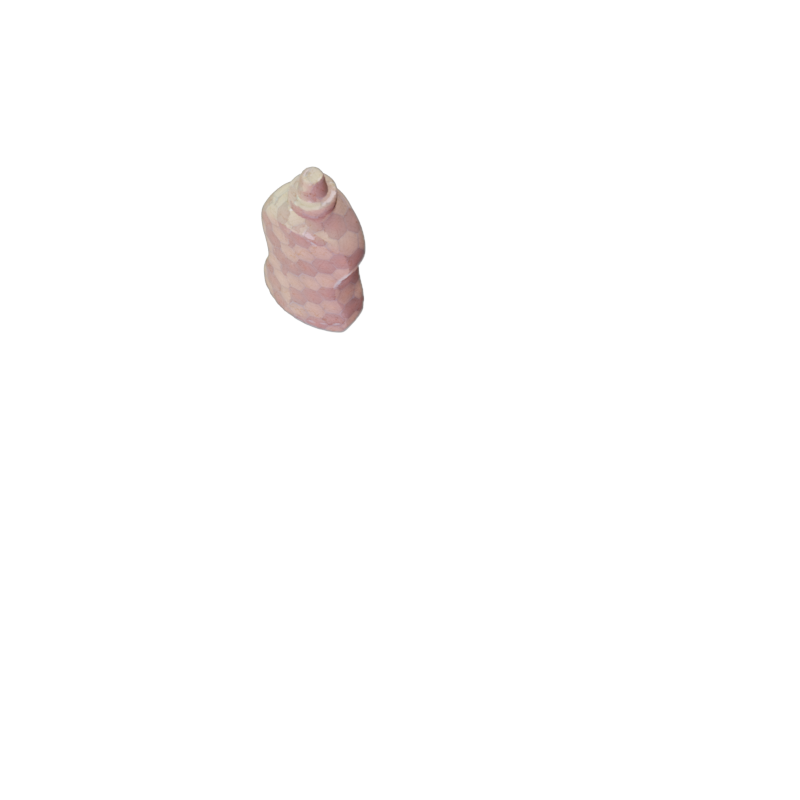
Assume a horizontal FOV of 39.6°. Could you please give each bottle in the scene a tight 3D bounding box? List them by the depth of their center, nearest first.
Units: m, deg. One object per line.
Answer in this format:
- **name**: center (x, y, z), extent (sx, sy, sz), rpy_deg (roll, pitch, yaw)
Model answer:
- **bottle**: center (-0.075, -0.137, 0.960), extent (0.100, 0.059, 0.180), rpy_deg (36, -25, 15)
